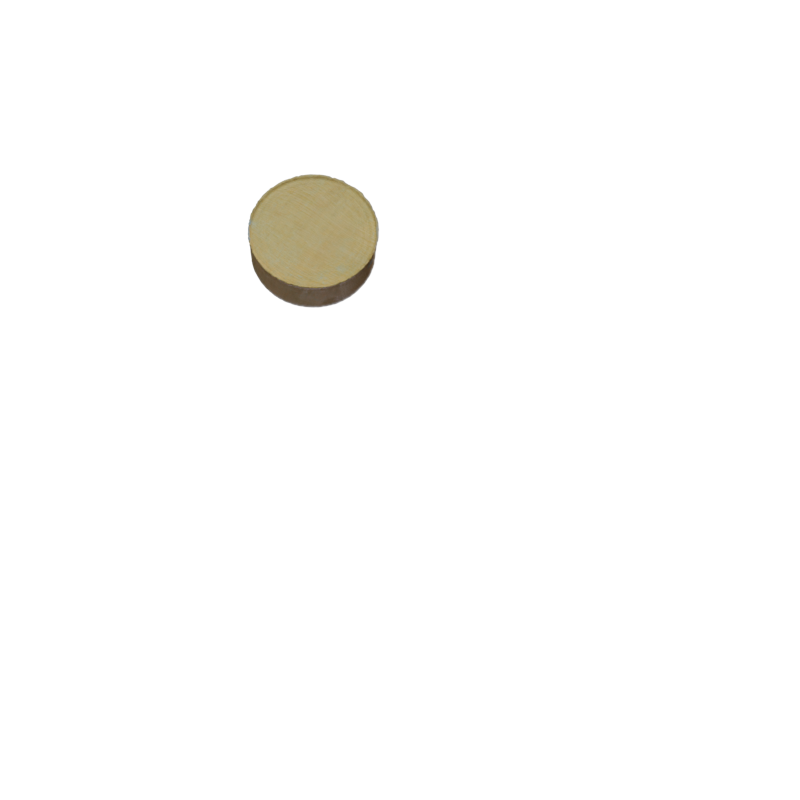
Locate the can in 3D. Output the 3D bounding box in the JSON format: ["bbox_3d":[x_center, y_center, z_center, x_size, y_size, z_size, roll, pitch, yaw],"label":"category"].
[{"bbox_3d":[-0.058,-0.105,0.738,0.086,0.091,0.032,-1,-27,-1],"label":"can"}]
